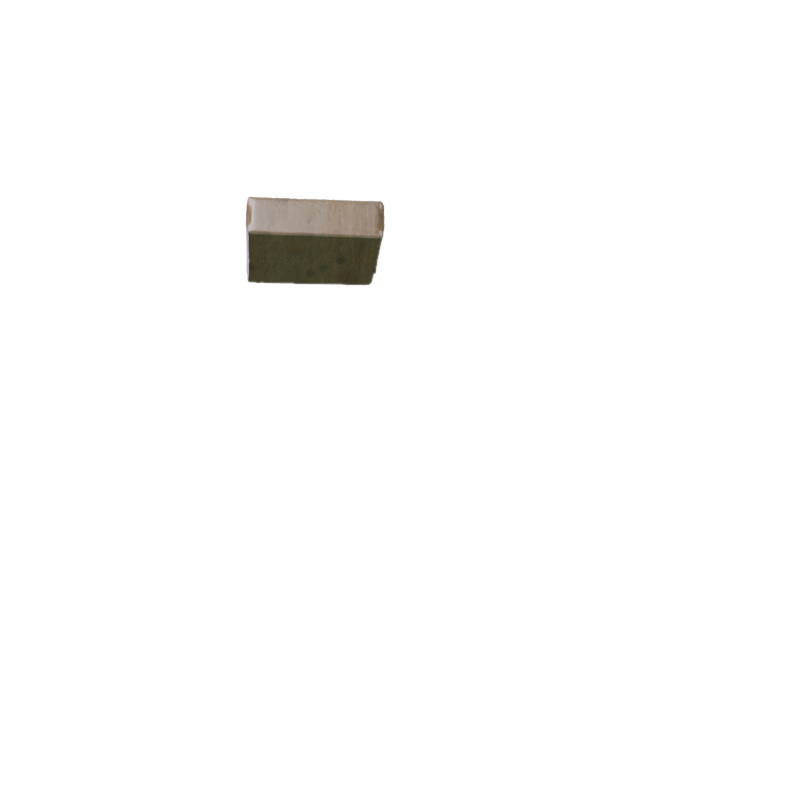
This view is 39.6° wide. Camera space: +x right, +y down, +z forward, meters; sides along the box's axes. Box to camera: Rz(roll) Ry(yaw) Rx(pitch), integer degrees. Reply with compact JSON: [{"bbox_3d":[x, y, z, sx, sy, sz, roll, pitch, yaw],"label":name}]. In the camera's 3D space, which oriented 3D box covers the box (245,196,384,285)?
[{"bbox_3d":[-0.058,-0.105,0.738,0.089,0.032,0.070,1,-22,-4],"label":"box"}]
